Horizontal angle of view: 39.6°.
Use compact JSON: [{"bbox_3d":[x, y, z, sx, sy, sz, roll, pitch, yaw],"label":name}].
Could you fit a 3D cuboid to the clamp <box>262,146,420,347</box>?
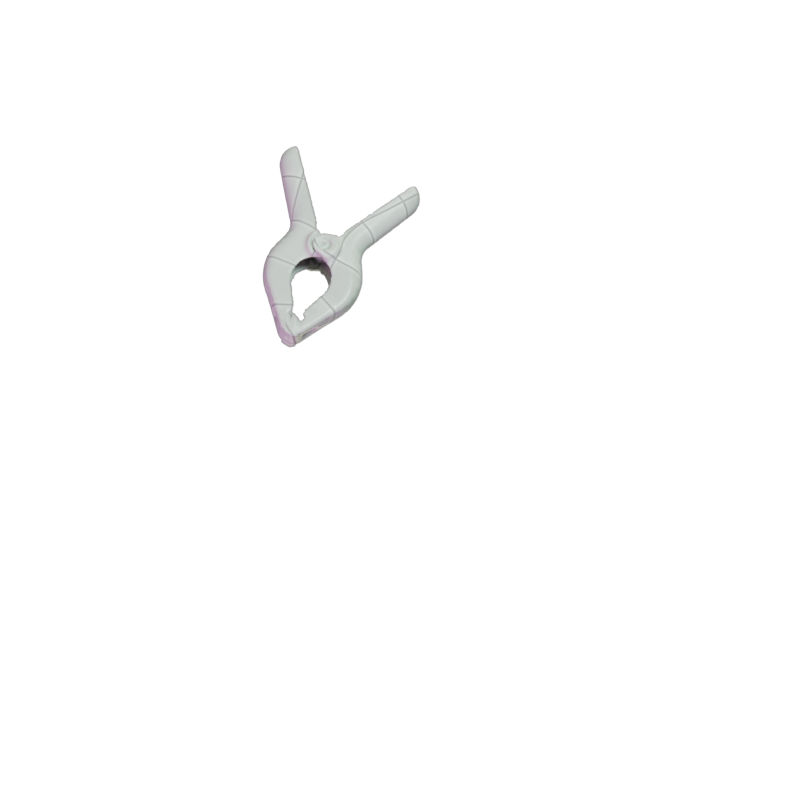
[{"bbox_3d":[-0.070,-0.128,0.896,0.123,0.177,0.037,23,-27,12],"label":"clamp"}]
